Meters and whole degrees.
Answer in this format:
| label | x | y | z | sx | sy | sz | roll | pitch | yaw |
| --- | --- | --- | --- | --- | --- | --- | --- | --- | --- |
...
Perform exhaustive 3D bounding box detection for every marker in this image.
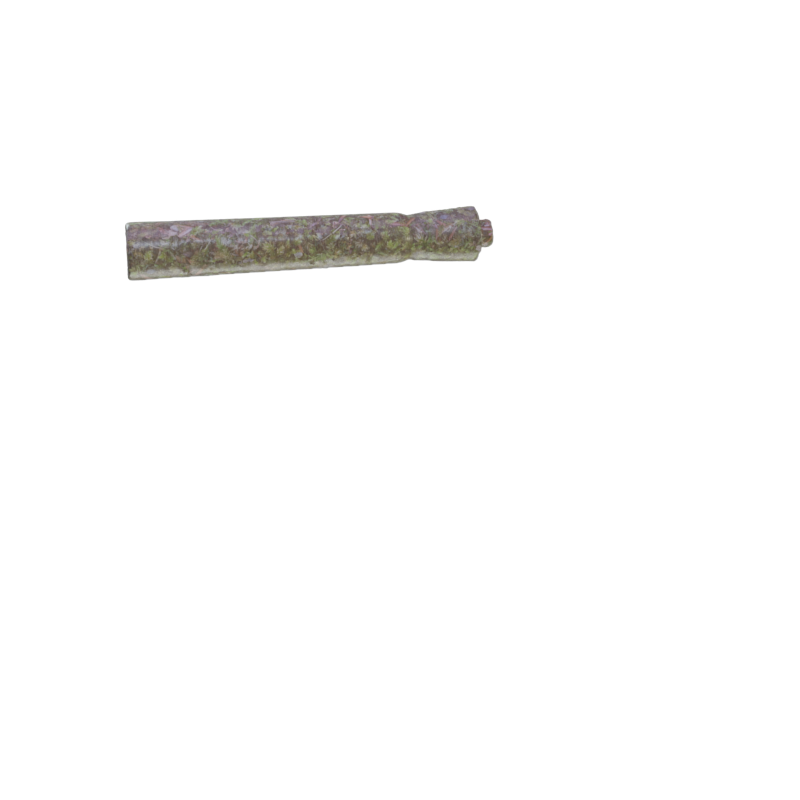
| label | x | y | z | sx | sy | sz | roll | pitch | yaw |
| --- | --- | --- | --- | --- | --- | --- | --- | --- | --- |
| marker | -0.028 | -0.052 | 0.363 | 0.119 | 0.020 | 0.020 | -4 | 5 | -10 |
